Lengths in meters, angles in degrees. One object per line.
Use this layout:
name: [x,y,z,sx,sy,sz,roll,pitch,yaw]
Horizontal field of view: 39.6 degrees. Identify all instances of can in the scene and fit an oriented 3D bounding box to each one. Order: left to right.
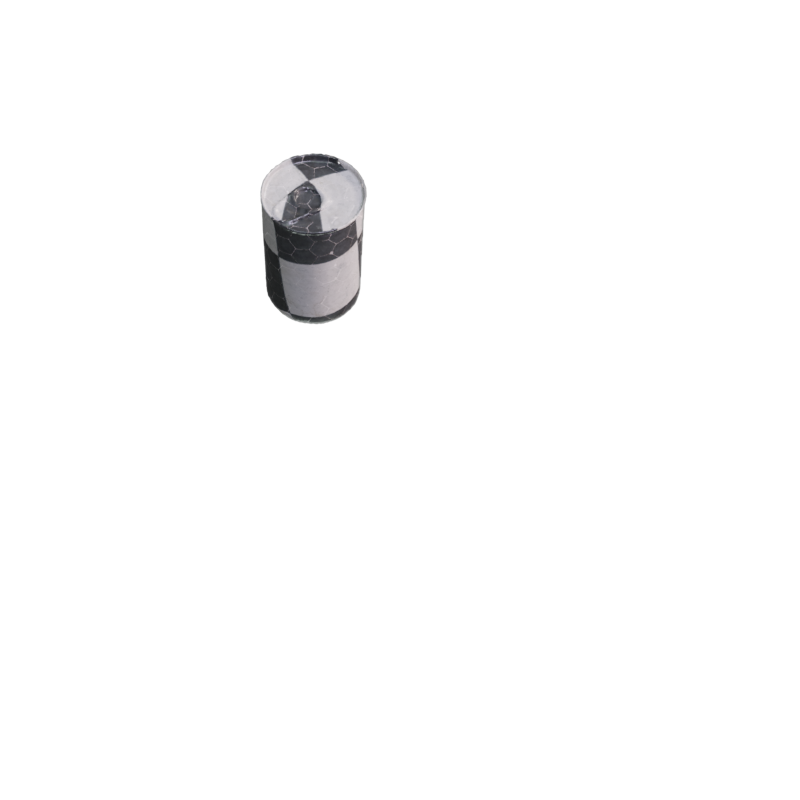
can: [-0.058,-0.106,0.744,0.068,0.073,0.095,0,-35,-3]
